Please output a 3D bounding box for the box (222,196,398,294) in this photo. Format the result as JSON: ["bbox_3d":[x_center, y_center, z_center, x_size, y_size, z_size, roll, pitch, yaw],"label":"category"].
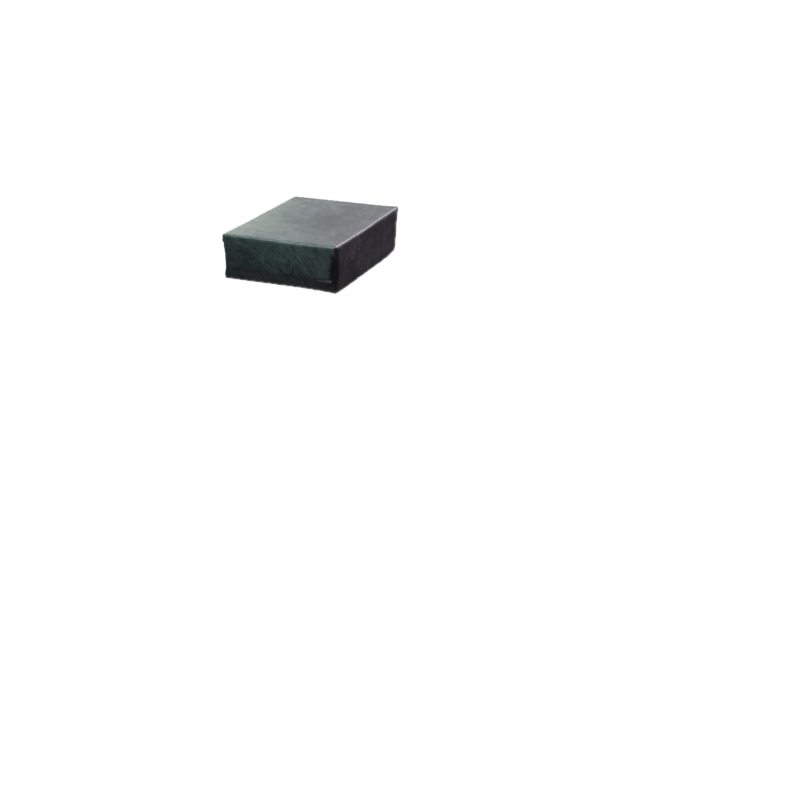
[{"bbox_3d":[-0.063,-0.115,0.809,0.093,0.037,0.114,10,24,22],"label":"box"}]
